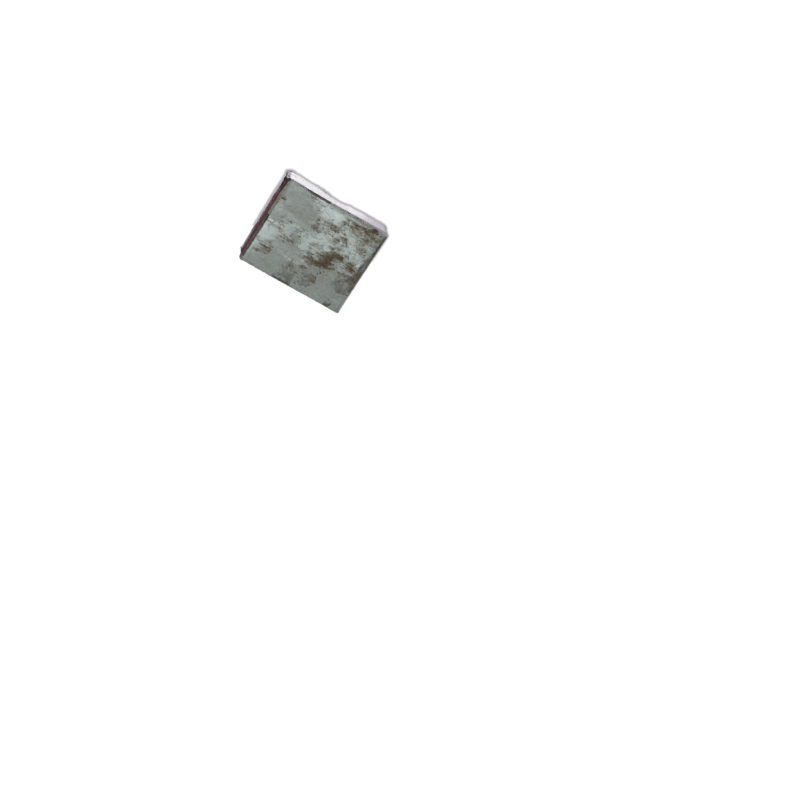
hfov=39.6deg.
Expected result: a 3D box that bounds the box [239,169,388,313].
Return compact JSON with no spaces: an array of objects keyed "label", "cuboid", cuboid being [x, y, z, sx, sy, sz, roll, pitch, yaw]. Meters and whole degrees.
[{"label":"box","cuboid":[-0.065,-0.119,0.831,0.087,0.072,0.031,30,16,-10]}]
